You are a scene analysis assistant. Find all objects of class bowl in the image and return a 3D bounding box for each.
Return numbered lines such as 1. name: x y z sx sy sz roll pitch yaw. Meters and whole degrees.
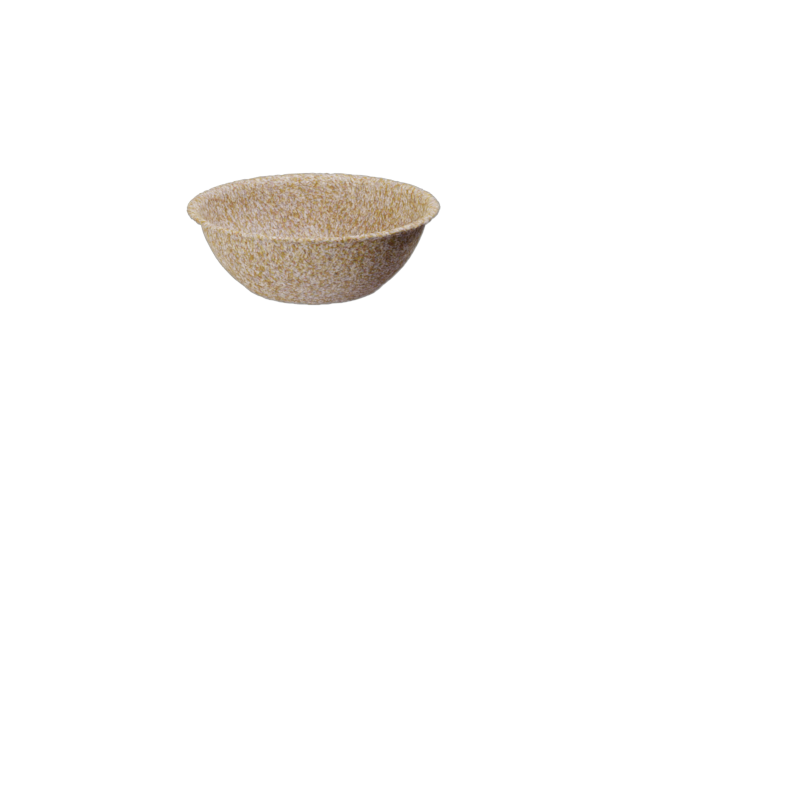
1. bowl: -0.056 -0.102 0.717 0.162 0.053 0.170 -1 24 -2
